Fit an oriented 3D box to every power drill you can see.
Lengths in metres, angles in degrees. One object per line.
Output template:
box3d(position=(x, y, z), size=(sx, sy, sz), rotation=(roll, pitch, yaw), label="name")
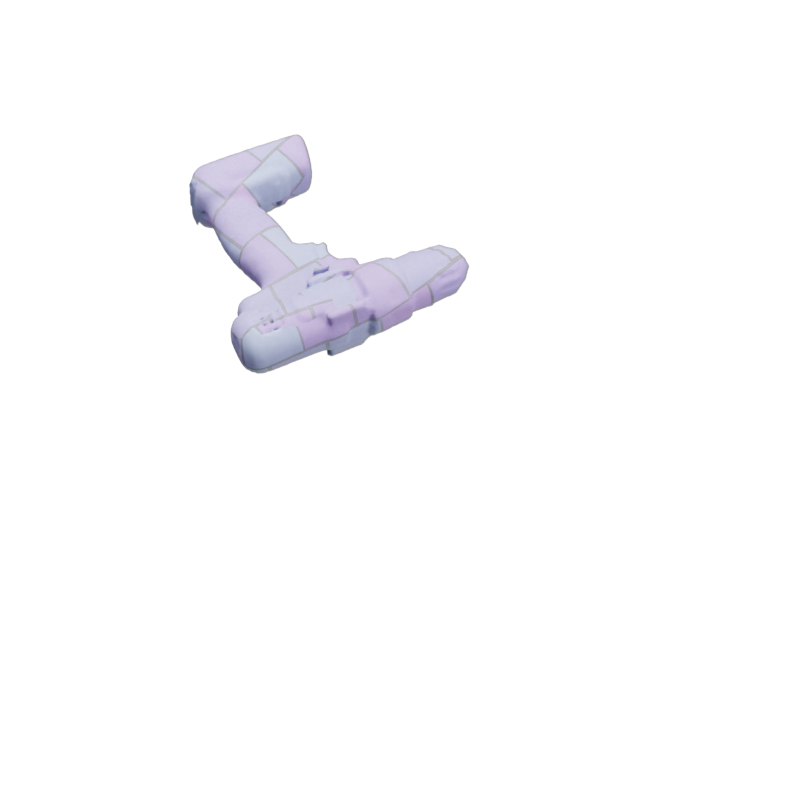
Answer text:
box3d(position=(-0.066, -0.120, 0.843), size=(0.183, 0.203, 0.053), rotation=(-21, -37, -17), label="power drill")
